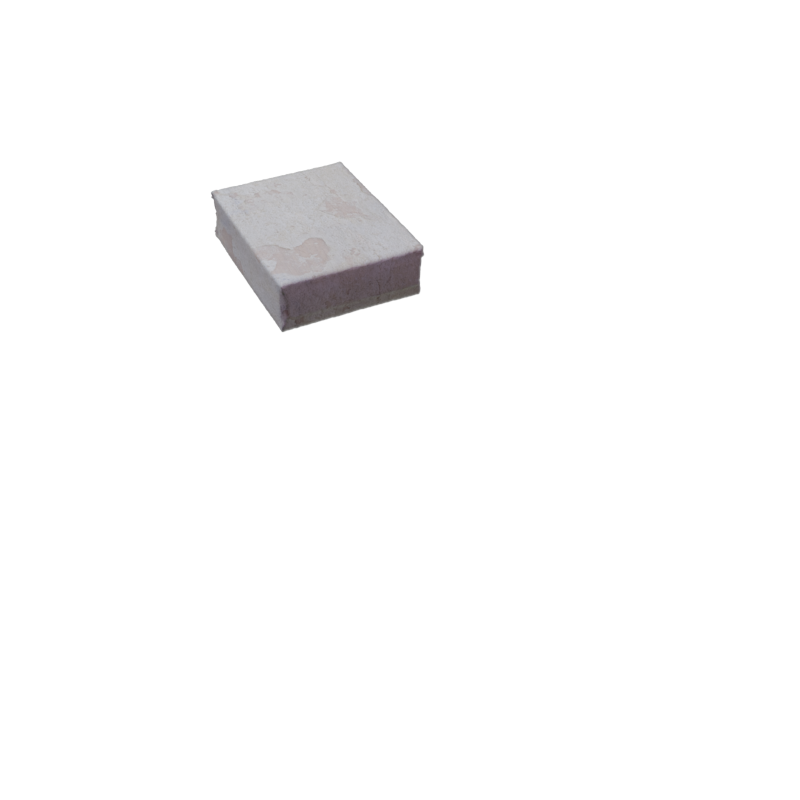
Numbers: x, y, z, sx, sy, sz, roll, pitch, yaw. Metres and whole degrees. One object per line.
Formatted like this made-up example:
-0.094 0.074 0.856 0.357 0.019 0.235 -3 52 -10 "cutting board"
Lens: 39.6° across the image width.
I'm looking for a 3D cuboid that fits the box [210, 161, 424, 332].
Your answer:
-0.052 -0.094 0.661 0.089 0.036 0.123 -16 40 -21 "box"
